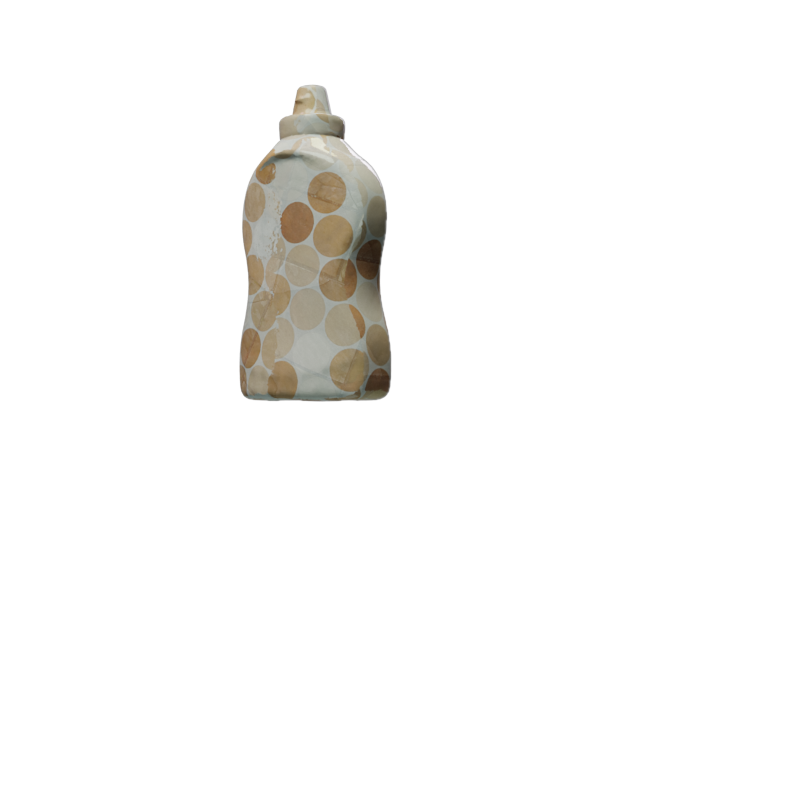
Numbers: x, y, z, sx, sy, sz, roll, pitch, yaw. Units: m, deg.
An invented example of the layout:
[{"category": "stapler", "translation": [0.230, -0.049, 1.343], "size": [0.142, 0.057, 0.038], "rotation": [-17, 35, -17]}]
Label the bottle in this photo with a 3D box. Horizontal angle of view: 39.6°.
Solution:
[{"category": "bottle", "translation": [-0.053, -0.096, 0.674], "size": [0.099, 0.195, 0.056], "rotation": [-5, -8, 38]}]
